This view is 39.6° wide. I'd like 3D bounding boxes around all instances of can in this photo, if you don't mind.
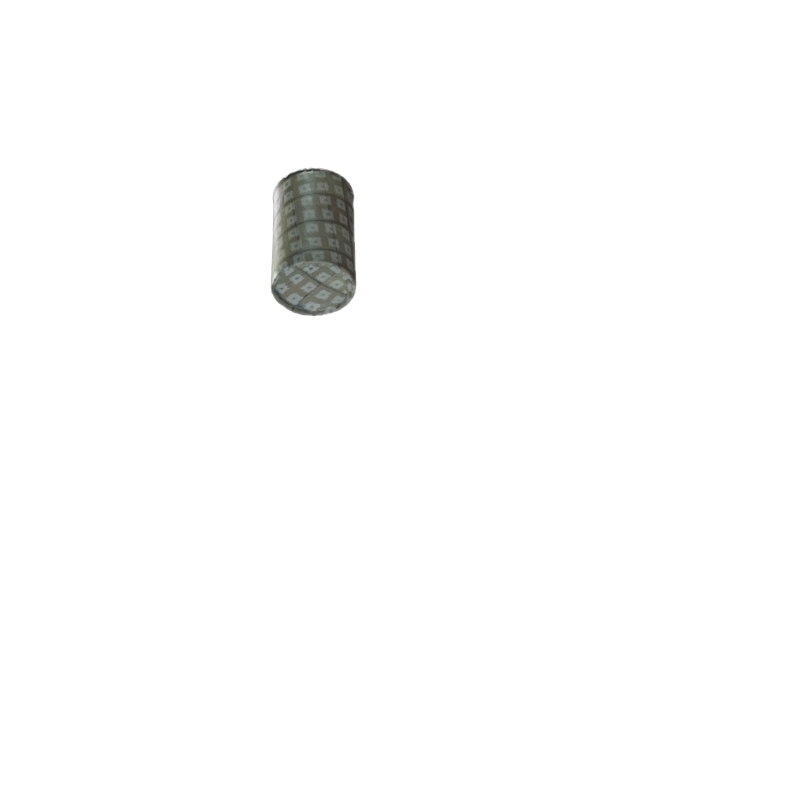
[{"bbox_3d":[-0.069,-0.127,0.887,0.068,0.110,0.064,-1,-39,-3],"label":"can"}]
